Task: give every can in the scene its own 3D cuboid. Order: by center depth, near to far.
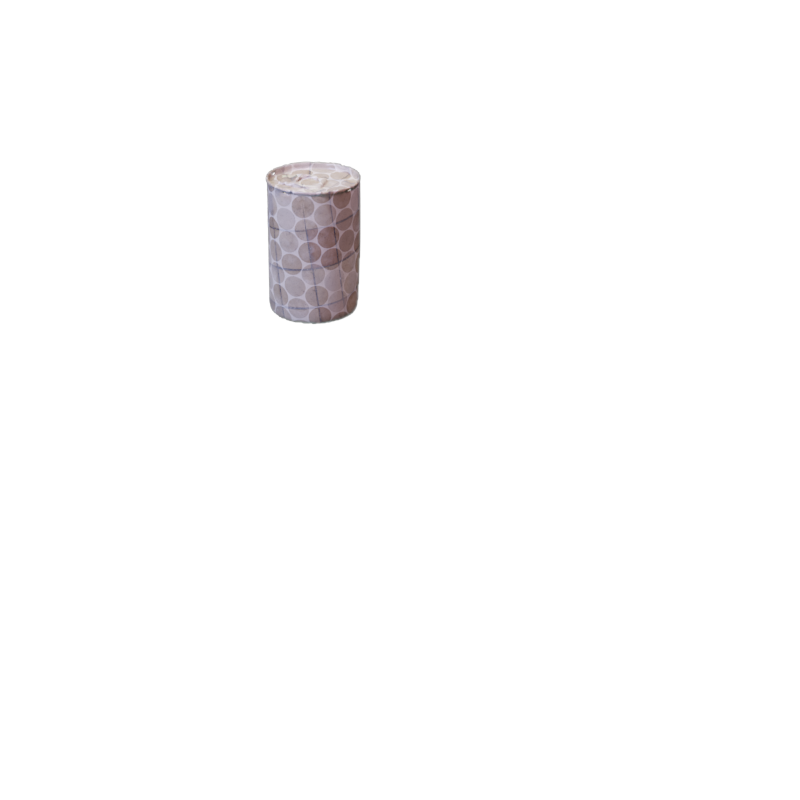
[{"bbox_3d":[-0.063,-0.115,0.807,0.068,0.097,0.072,0,26,-2],"label":"can"}]
